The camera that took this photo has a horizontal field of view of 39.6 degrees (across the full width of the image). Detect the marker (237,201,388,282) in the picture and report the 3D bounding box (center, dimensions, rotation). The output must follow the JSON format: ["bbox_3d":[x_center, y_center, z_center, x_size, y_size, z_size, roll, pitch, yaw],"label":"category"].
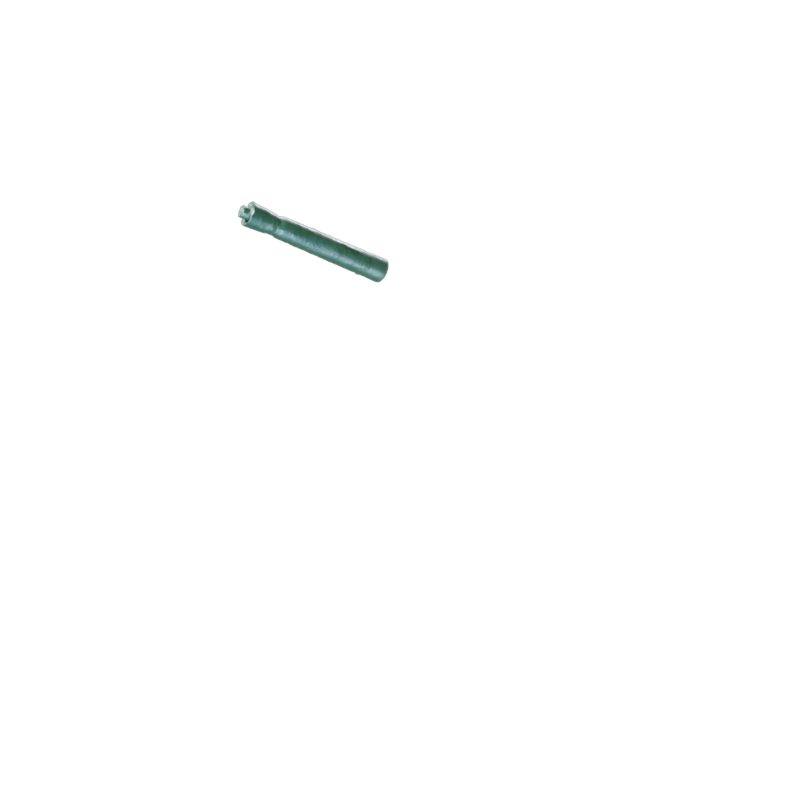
[{"bbox_3d":[-0.063,-0.115,0.803,0.115,0.020,0.020,21,-5,-24],"label":"marker"}]
